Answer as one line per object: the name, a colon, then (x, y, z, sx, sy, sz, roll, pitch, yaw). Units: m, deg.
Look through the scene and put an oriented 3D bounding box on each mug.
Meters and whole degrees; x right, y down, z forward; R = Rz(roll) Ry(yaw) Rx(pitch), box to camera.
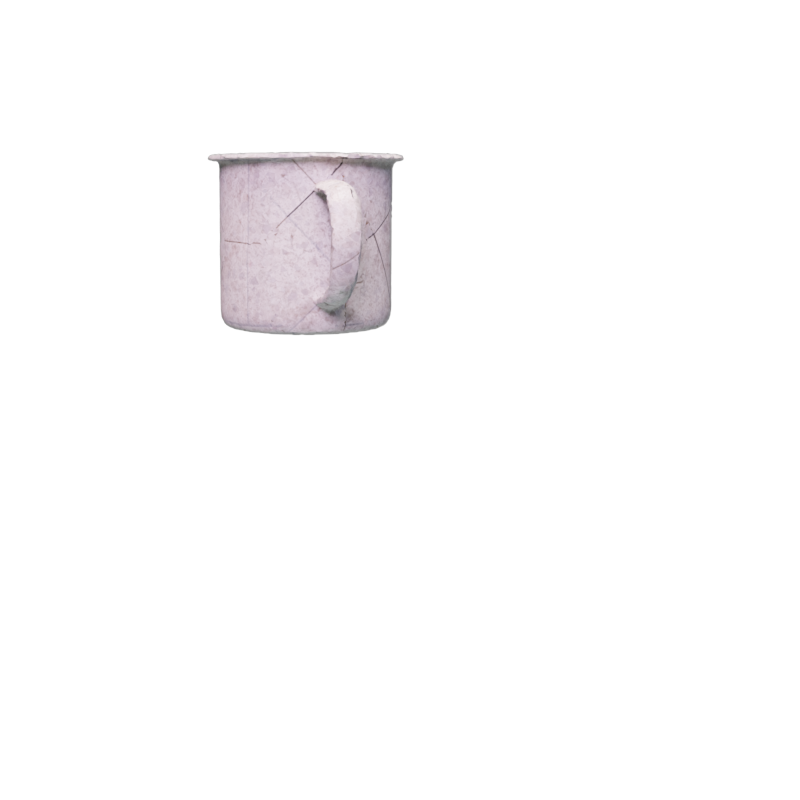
mug: (-0.040, -0.074, 0.517, 0.091, 0.081, 0.121, -2, 8, -20)
